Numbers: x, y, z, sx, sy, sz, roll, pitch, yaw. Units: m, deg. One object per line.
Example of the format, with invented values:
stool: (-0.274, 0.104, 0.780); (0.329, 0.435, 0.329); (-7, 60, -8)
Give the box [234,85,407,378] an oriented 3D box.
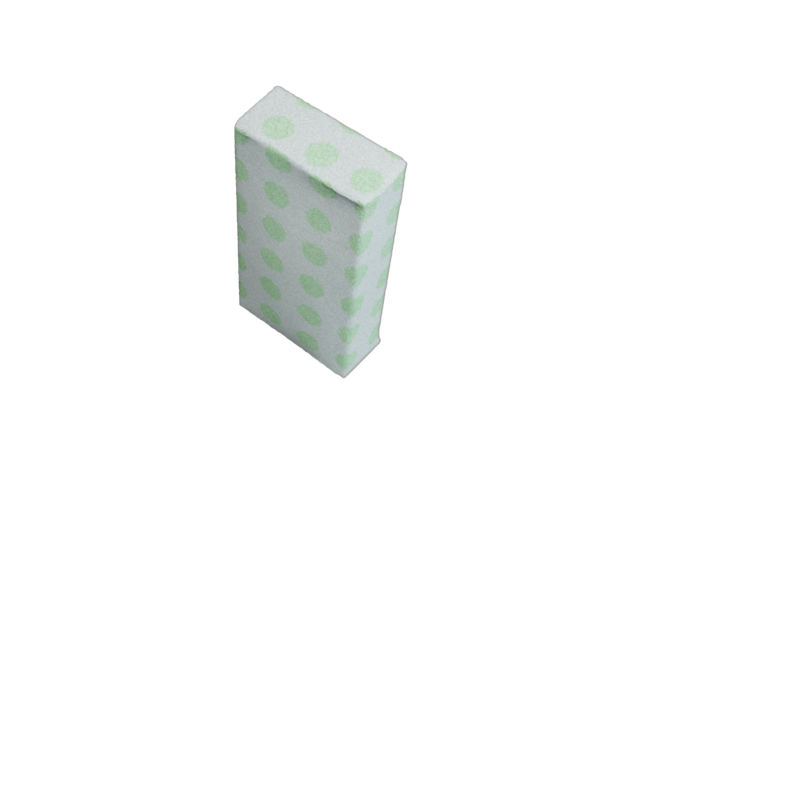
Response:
box: (-0.052, -0.094, 0.658); (0.098, 0.049, 0.165); (35, -27, 17)
